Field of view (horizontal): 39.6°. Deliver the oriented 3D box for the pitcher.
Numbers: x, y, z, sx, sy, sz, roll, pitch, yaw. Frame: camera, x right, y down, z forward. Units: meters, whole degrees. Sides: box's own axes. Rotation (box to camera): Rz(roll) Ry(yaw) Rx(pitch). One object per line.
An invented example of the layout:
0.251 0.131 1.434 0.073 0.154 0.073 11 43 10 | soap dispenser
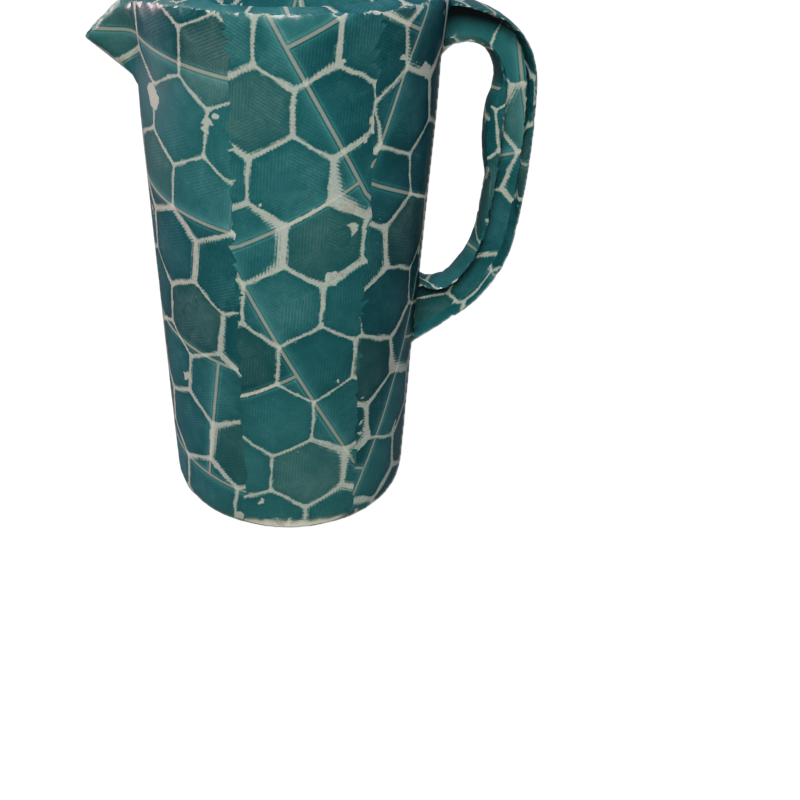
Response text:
-0.039 -0.071 0.498 0.158 0.231 0.145 19 31 33 | pitcher
